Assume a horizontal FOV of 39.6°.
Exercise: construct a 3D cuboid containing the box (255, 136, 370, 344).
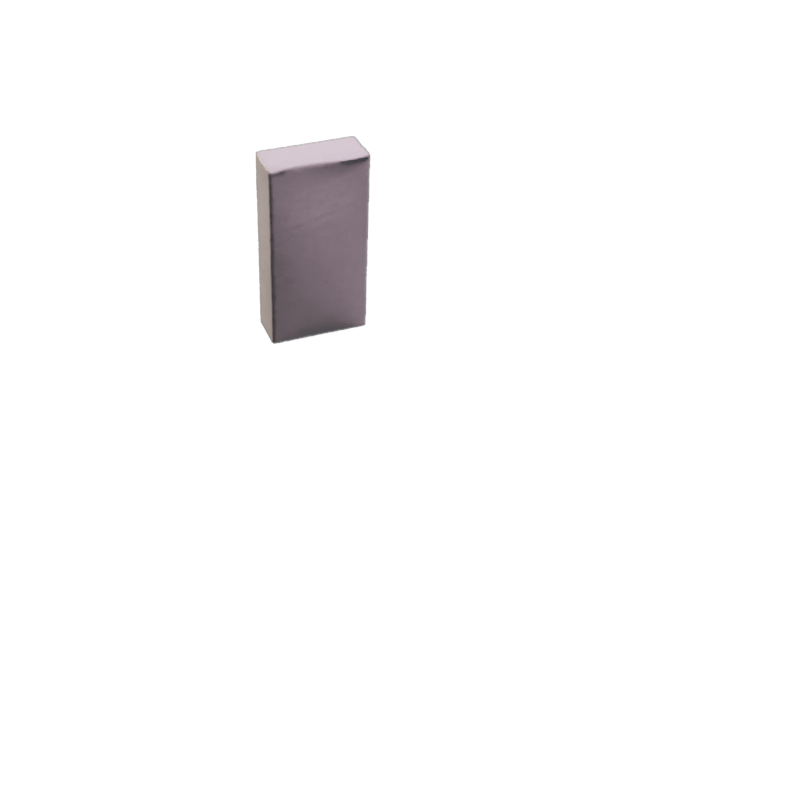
[{"bbox_3d":[-0.076,-0.139,0.974,0.092,0.165,0.052,-12,38,-18],"label":"box"}]
